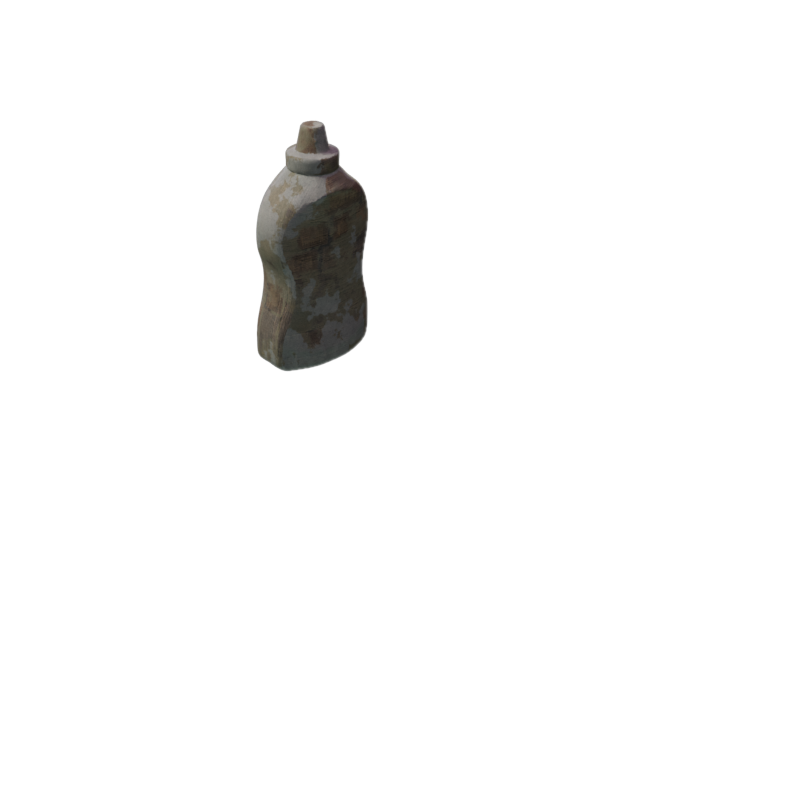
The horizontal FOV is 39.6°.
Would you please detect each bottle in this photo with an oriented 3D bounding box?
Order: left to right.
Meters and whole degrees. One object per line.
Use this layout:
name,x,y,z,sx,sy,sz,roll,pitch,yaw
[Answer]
bottle,-0.068,-0.123,0.861,0.095,0.181,0.062,-21,35,-36
